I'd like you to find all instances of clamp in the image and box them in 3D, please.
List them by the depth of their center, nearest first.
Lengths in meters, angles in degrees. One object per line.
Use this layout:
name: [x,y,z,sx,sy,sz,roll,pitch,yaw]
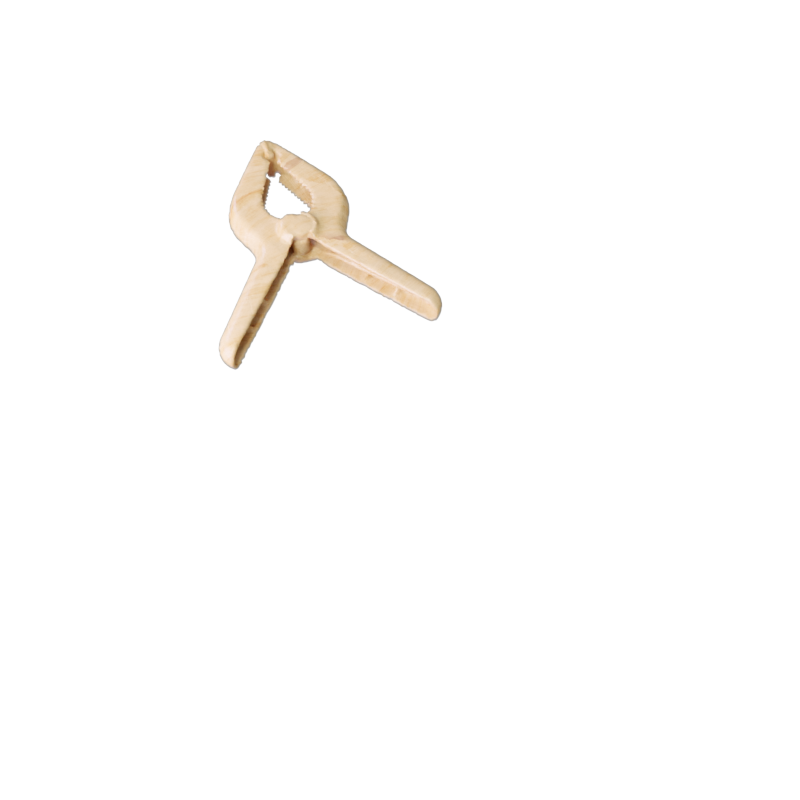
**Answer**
clamp: [-0.067,-0.122,0.851,0.163,0.227,0.034,-8,-38,-7]
